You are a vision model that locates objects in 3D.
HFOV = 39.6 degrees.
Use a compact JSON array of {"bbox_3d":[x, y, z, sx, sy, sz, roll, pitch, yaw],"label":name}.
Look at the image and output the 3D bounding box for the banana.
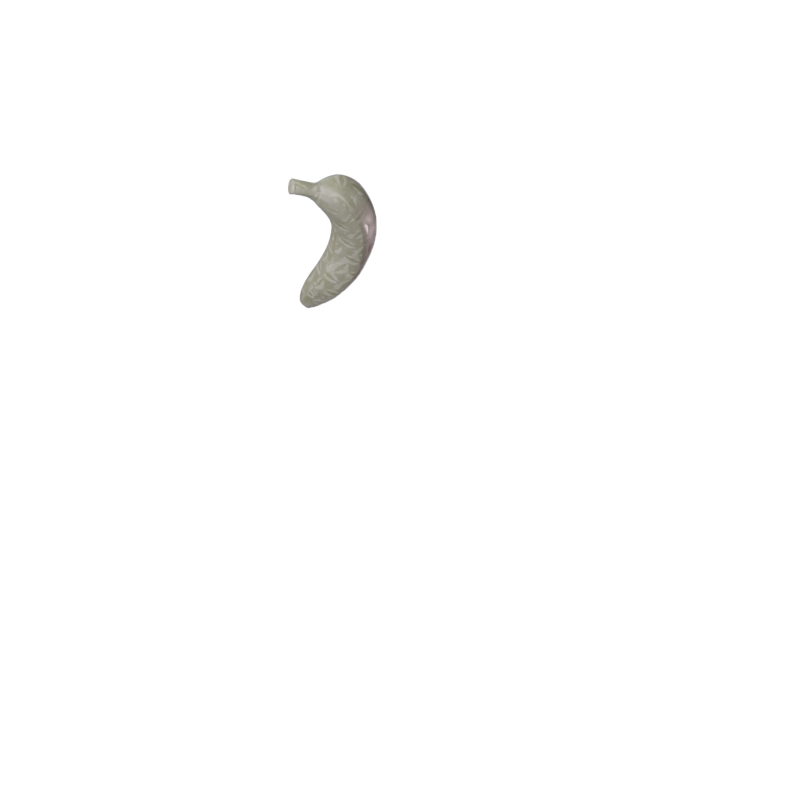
[{"bbox_3d":[-0.054,-0.135,0.929,0.070,0.039,0.186,0,-27,-1],"label":"banana"}]
